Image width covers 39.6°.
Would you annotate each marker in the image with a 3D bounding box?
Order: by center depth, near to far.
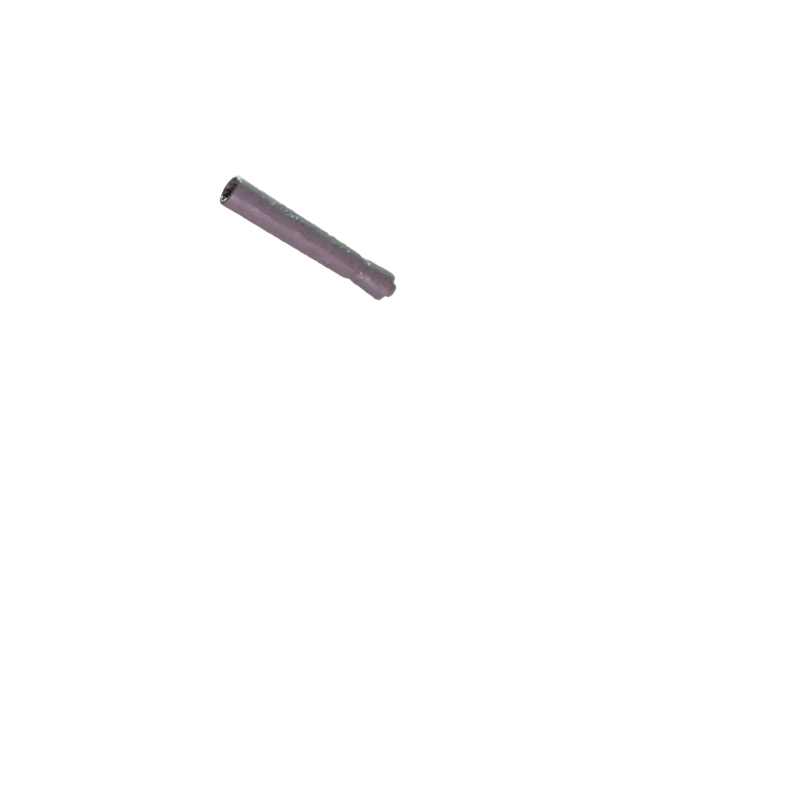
[{"bbox_3d":[-0.050,-0.092,0.642,0.115,0.020,0.020,30,-11,-25],"label":"marker"}]
